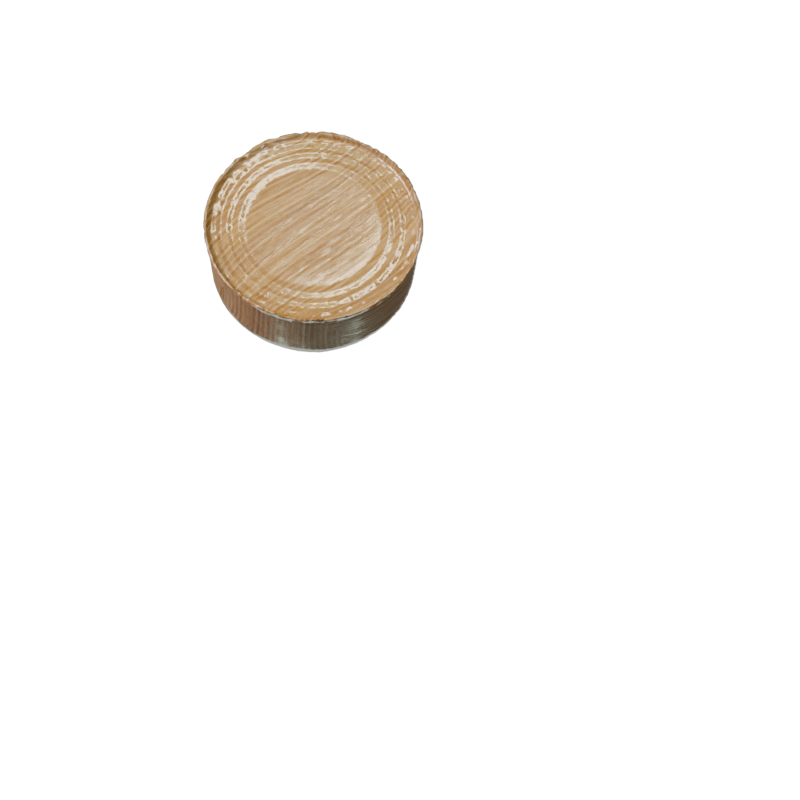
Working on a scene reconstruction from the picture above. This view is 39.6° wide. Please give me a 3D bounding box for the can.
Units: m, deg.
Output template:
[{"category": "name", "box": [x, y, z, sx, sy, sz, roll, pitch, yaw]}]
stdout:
[{"category": "can", "box": [-0.035, -0.064, 0.446, 0.086, 0.091, 0.032, -1, -27, -1]}]
